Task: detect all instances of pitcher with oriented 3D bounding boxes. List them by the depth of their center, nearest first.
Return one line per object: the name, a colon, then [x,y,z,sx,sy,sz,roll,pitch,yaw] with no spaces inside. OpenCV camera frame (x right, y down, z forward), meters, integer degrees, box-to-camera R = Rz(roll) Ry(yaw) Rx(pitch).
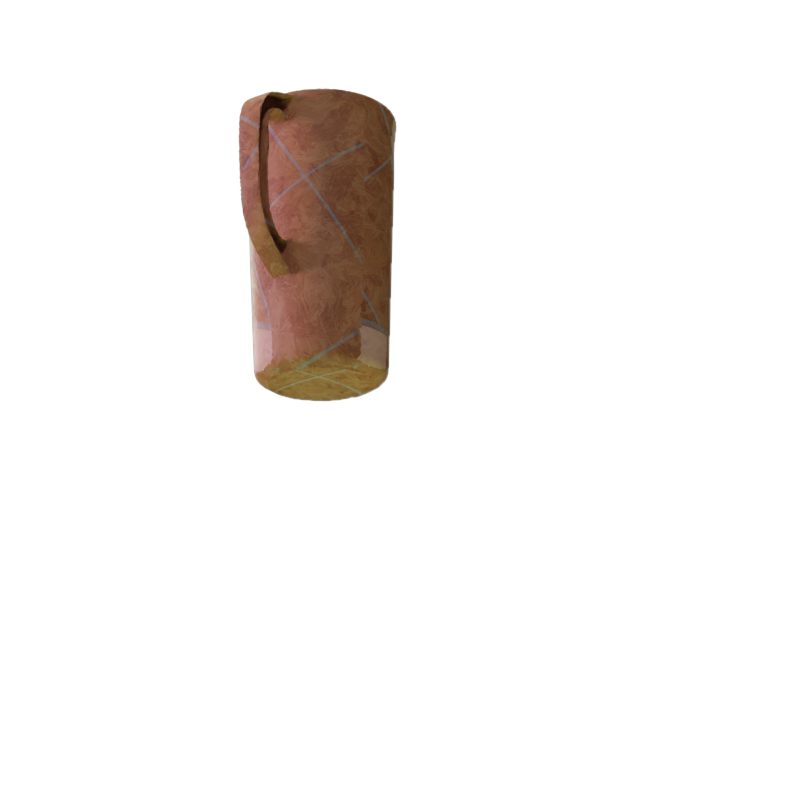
pitcher: [-0.072,-0.132,0.923,0.146,0.256,0.140,5,-23,-14]
